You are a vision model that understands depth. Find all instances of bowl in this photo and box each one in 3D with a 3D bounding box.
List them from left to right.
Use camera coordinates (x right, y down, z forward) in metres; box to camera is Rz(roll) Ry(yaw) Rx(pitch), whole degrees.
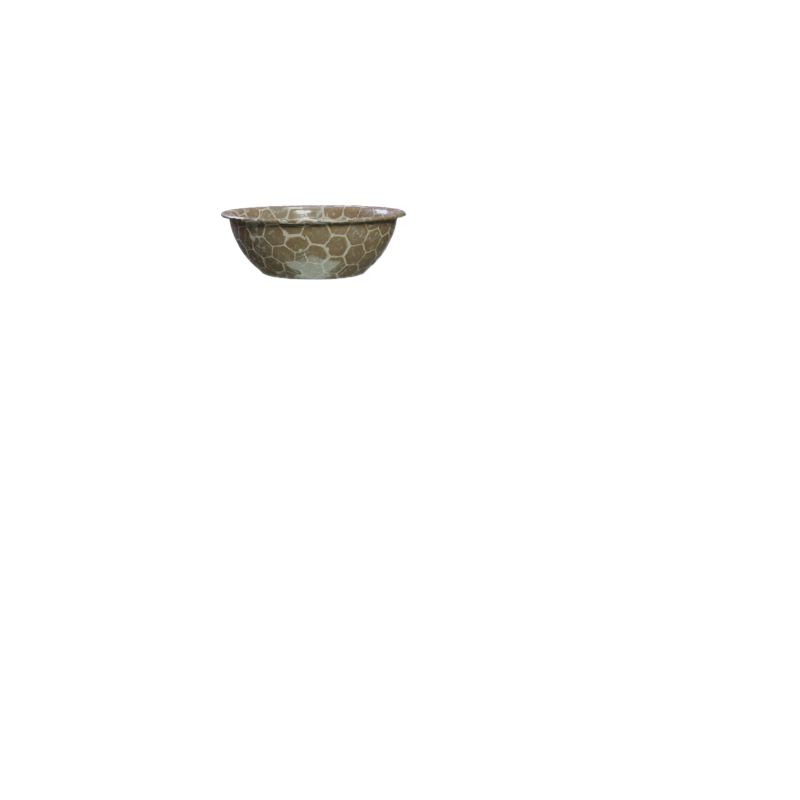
[{"bbox_3d":[-0.076,-0.139,0.972,0.162,0.054,0.166,0,14,-2],"label":"bowl"}]
